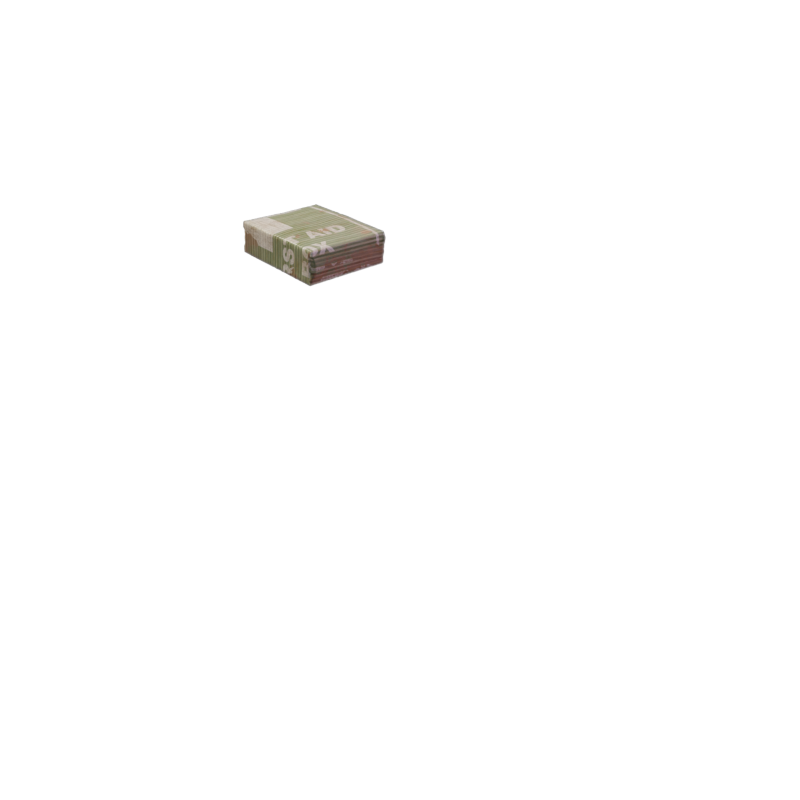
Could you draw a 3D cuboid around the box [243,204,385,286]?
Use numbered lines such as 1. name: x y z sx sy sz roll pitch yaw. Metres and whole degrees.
1. box: -0.067 -0.122 0.858 0.072 0.029 0.095 -19 32 -35
